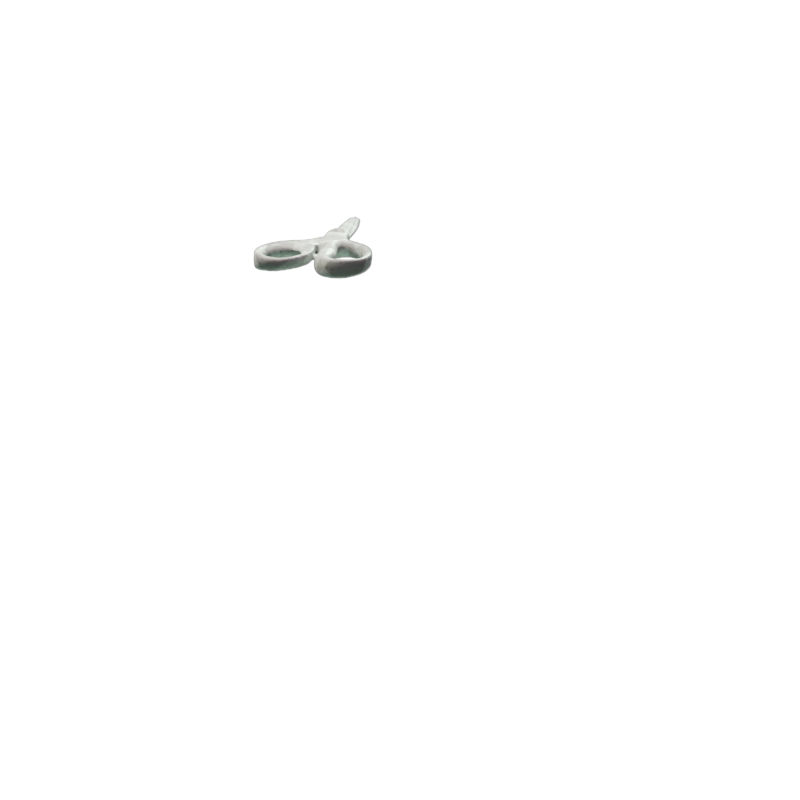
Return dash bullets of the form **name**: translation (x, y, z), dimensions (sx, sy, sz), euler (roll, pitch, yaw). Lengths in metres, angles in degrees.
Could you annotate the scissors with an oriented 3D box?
- **scissors**: translation (-0.069, -0.125, 0.876), dimensions (0.095, 0.015, 0.210), euler (-2, 19, -7)
